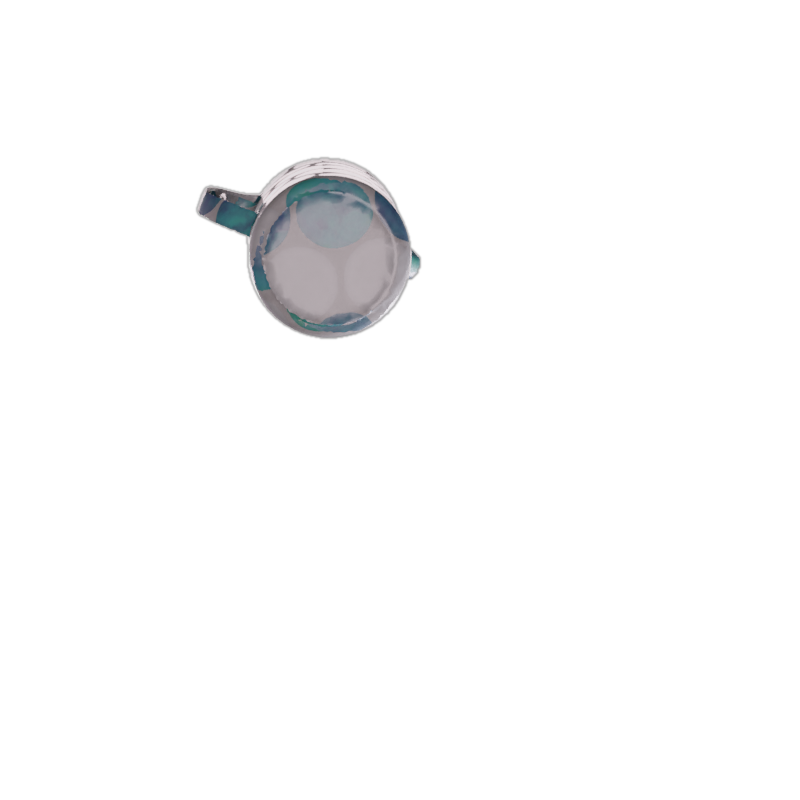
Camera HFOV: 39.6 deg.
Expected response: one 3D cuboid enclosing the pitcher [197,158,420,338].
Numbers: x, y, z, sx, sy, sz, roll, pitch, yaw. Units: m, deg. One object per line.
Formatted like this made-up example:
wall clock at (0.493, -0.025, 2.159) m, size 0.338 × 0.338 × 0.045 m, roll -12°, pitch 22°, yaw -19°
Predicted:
pitcher at (-0.066, -0.120, 0.839) m, size 0.149 × 0.142 × 0.248 m, roll -25°, pitch 10°, yaw 1°
